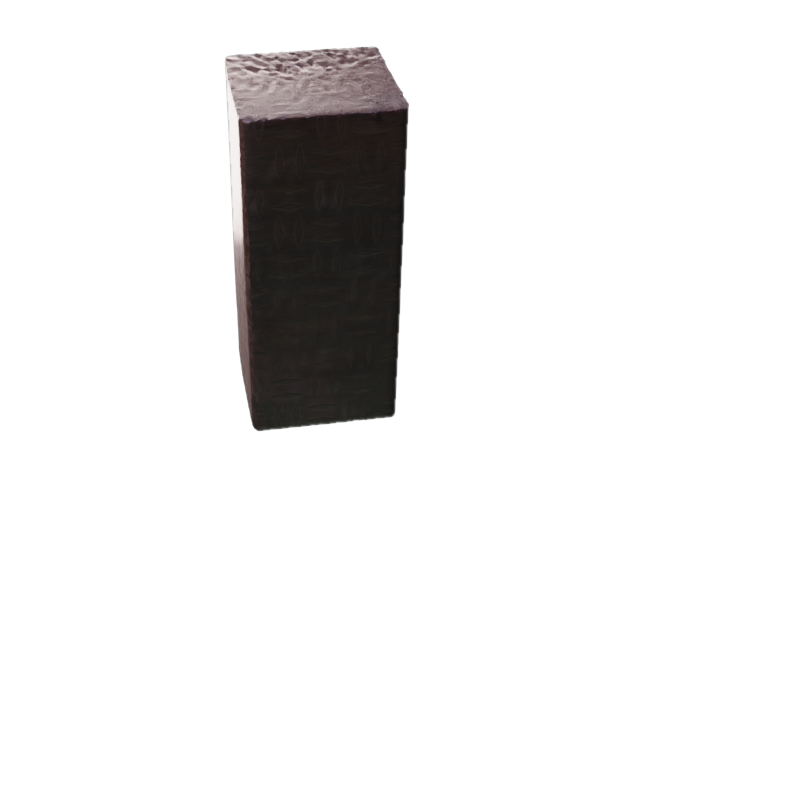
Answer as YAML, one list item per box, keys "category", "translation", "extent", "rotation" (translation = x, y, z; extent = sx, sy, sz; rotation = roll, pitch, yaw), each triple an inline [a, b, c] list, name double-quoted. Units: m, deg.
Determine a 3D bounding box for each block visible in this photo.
- category: "block"
  translation: [-0.051, -0.093, 0.651]
  extent: [0.090, 0.193, 0.097]
  rotation: [-5, 35, -10]
